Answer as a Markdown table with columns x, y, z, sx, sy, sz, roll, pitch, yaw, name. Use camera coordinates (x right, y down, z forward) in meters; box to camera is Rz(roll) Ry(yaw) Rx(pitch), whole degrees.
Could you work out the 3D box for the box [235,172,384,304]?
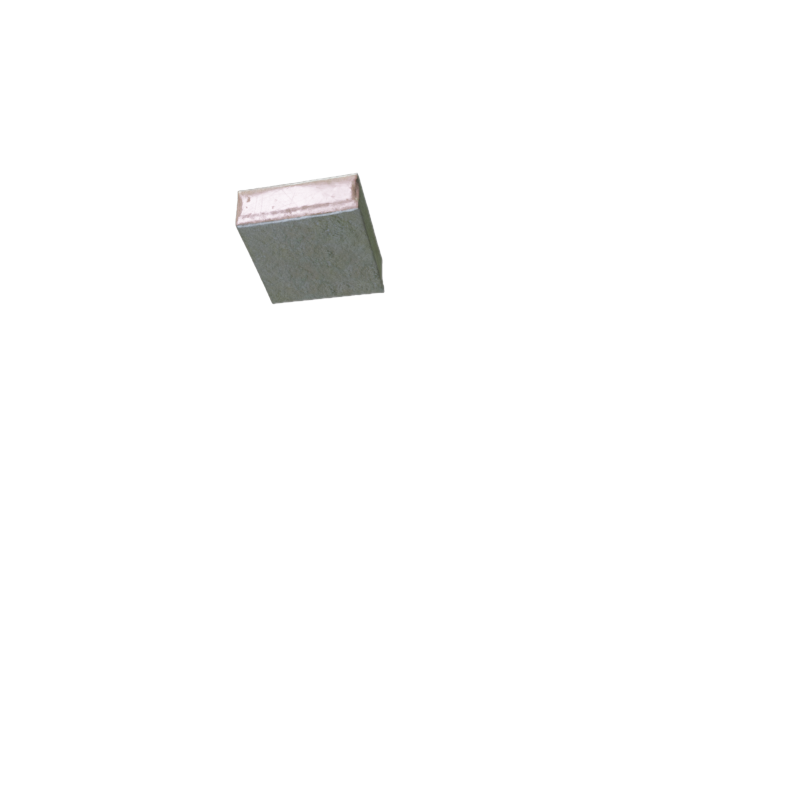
| x | y | z | sx | sy | sz | roll | pitch | yaw | name |
| --- | --- | --- | --- | --- | --- | --- | --- | --- | --- |
| -0.052 | -0.096 | 0.670 | 0.074 | 0.032 | 0.083 | -6 | -32 | 9 | box |
